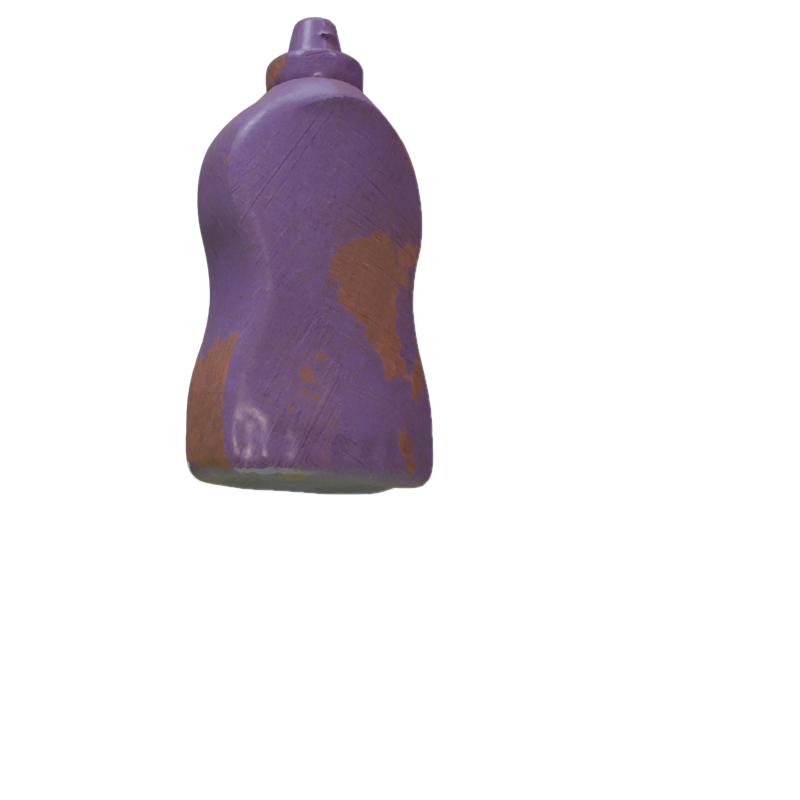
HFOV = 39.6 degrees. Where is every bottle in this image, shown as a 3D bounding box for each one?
[{"bbox_3d":[-0.034,-0.063,0.440,0.092,0.200,0.059,10,-20,-32],"label":"bottle"}]
